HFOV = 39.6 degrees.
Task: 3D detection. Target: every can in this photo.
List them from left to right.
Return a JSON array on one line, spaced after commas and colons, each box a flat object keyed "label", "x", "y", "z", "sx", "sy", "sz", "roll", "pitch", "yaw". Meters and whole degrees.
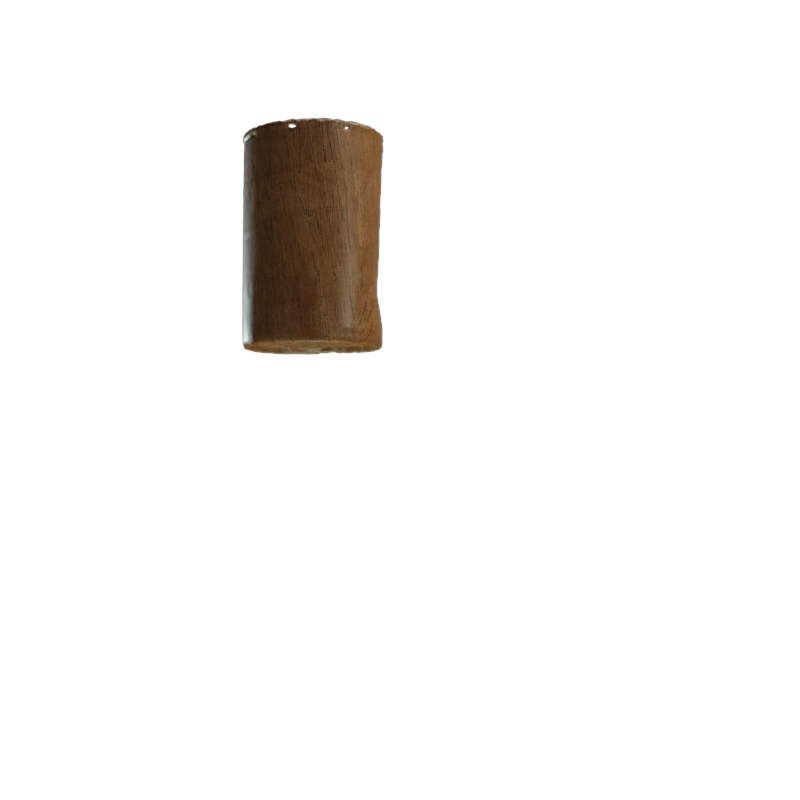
[{"label": "can", "x": -0.041, "y": -0.075, "z": 0.527, "sx": 0.068, "sy": 0.105, "sz": 0.067, "roll": 0, "pitch": -8, "yaw": -2}]
